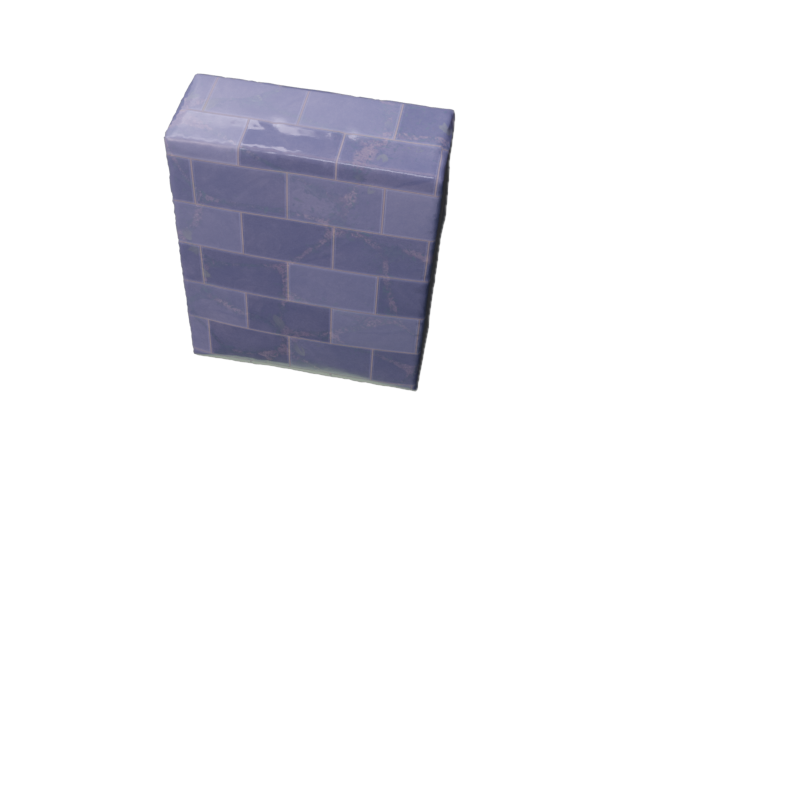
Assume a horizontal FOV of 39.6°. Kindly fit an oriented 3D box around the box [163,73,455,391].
[{"bbox_3d":[-0.056,-0.103,0.721,0.166,0.076,0.199,11,-37,6],"label":"box"}]
